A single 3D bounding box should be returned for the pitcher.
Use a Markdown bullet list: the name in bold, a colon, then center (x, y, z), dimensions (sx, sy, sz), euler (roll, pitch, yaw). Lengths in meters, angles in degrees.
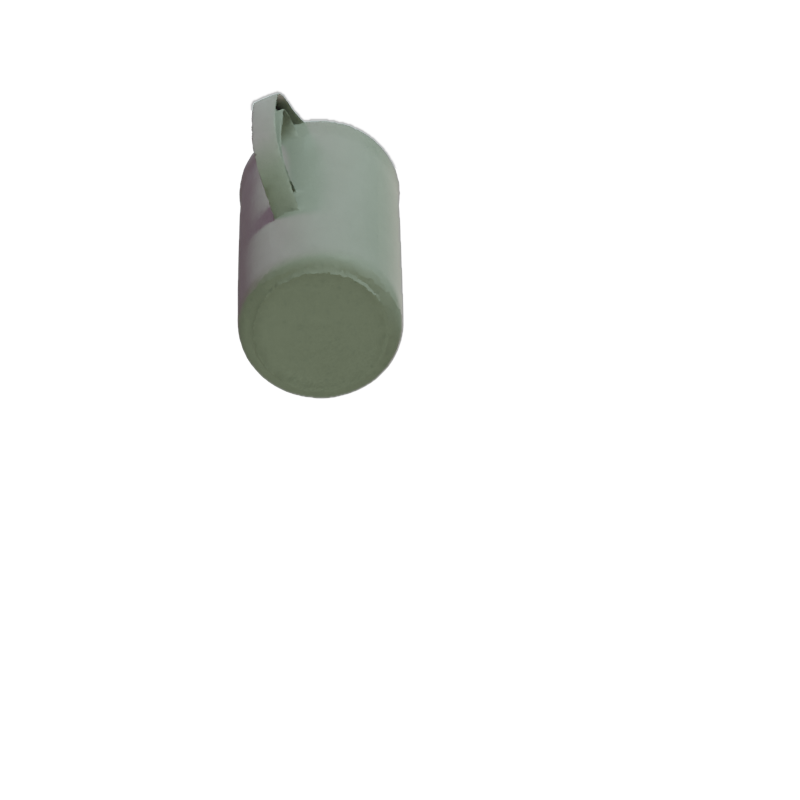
- **pitcher**: center (-0.064, -0.116, 0.814), dimensions (0.146, 0.140, 0.258), euler (20, 26, -14)
